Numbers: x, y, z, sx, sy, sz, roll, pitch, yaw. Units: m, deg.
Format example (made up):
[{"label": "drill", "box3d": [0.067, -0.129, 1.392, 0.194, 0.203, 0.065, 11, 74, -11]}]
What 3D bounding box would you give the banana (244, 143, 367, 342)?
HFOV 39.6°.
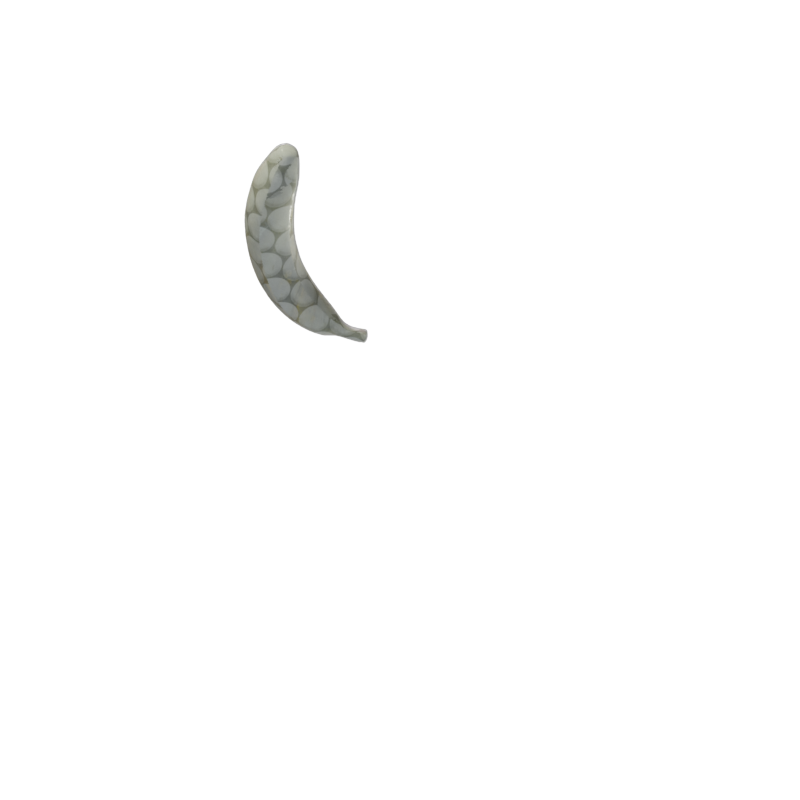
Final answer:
[{"label": "banana", "box3d": [-0.084, -0.115, 0.858, 0.070, 0.183, 0.039, -13, 42, 11]}]
